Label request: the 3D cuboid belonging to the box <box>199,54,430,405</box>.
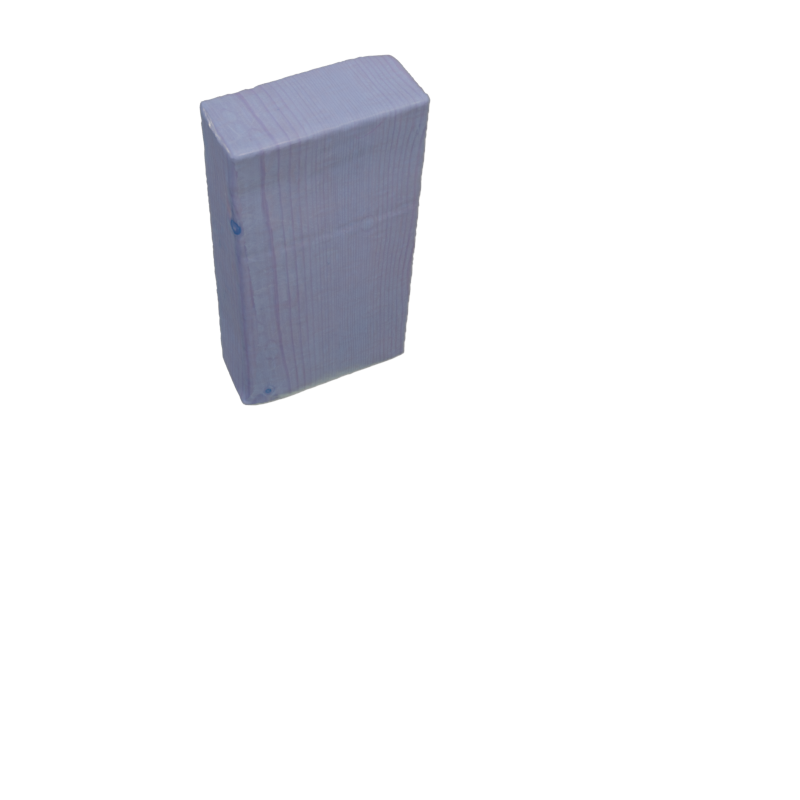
[{"bbox_3d":[-0.041,-0.075,0.526,0.092,0.052,0.164,-19,-37,-19],"label":"box"}]
